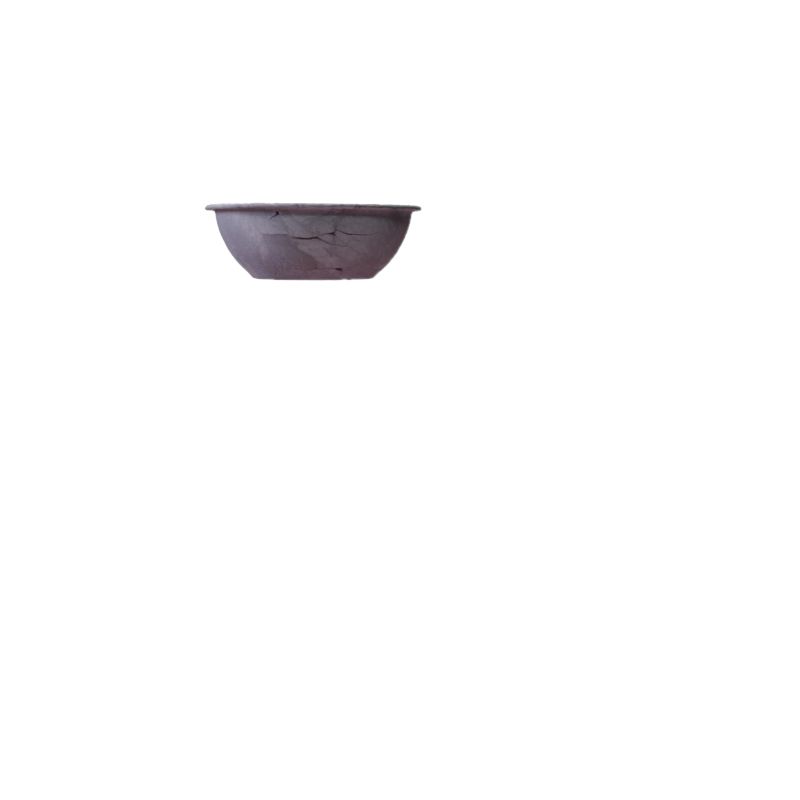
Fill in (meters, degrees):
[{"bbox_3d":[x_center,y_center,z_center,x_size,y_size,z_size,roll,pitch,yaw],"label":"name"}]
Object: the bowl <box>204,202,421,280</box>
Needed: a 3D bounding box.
[{"bbox_3d":[-0.065,-0.118,0.829,0.162,0.055,0.164,0,7,-2],"label":"bowl"}]
